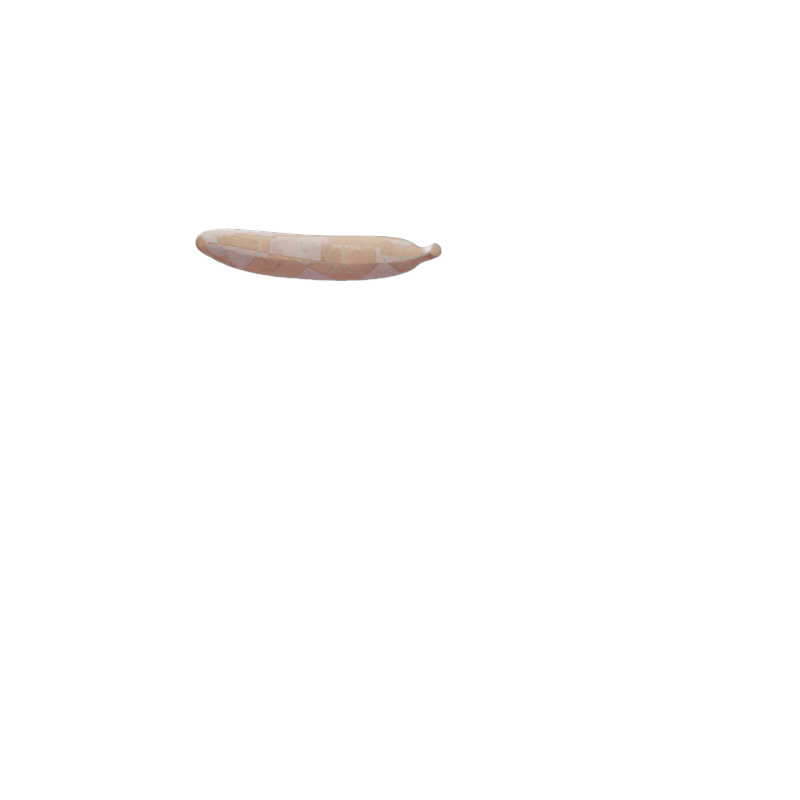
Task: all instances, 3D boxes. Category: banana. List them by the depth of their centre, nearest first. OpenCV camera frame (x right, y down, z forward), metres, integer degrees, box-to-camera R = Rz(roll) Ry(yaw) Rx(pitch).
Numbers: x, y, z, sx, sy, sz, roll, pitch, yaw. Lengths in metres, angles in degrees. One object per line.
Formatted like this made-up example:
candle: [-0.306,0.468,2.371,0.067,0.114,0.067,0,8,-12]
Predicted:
banana: [-0.069,-0.124,0.920,0.197,0.039,0.066,0,-19,-2]
